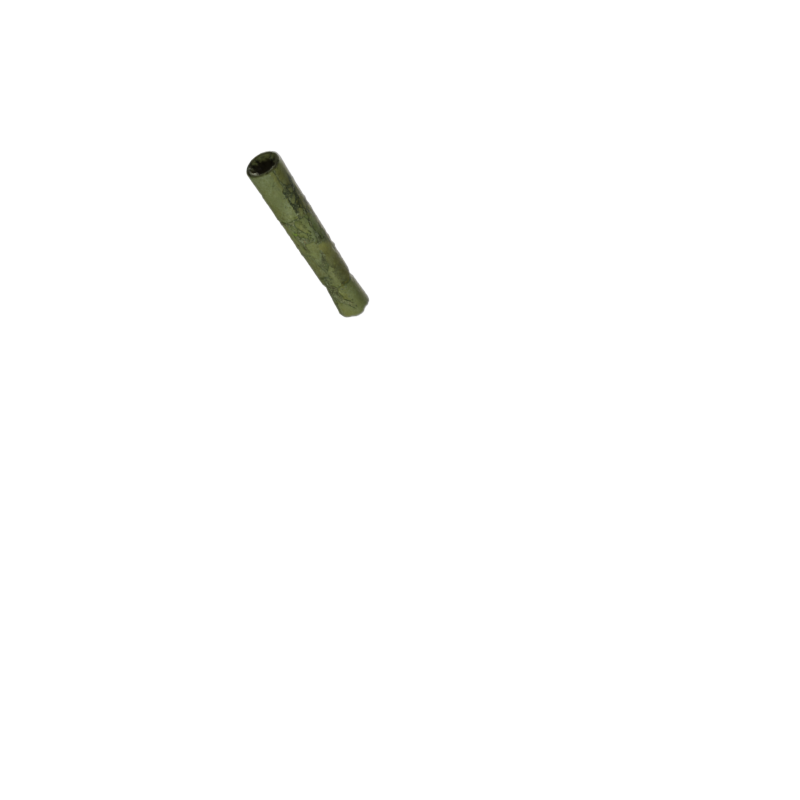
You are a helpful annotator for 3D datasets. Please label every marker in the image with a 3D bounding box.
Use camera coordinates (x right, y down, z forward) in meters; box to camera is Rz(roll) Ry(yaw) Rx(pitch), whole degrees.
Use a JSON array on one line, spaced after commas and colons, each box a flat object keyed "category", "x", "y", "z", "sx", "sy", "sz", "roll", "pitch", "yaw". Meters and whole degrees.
[{"category": "marker", "x": -0.046, "y": -0.083, "z": 0.584, "sx": 0.020, "sy": 0.021, "sz": 0.111, "roll": 2, "pitch": -35, "yaw": 31}]
